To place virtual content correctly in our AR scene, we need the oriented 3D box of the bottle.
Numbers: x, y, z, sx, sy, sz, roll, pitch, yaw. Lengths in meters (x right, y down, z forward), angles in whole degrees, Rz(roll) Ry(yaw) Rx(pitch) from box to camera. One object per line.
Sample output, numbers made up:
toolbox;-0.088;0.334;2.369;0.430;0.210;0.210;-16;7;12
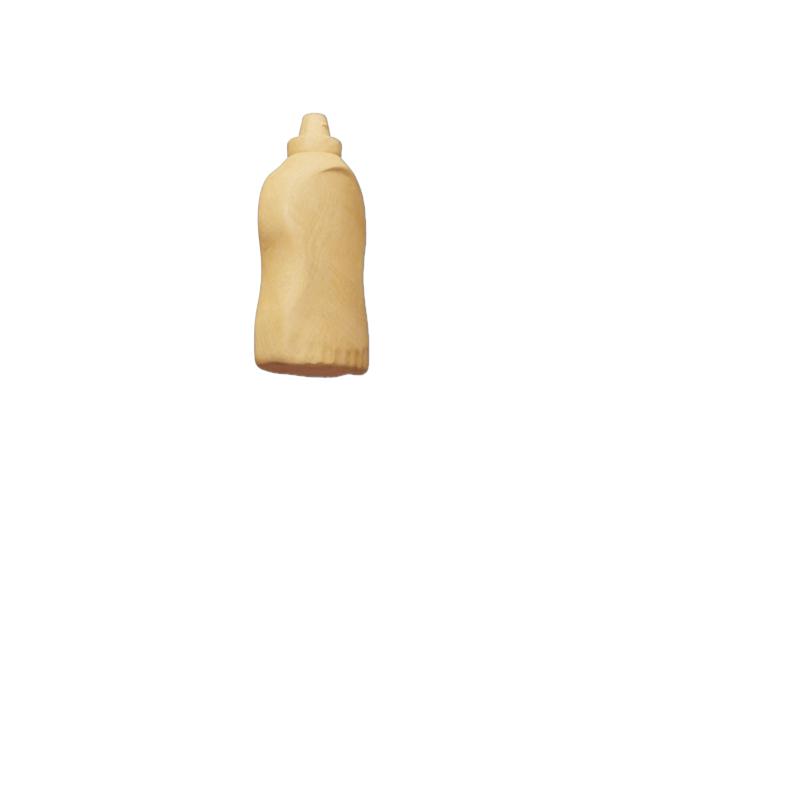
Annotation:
bottle;-0.063;-0.115;0.807;0.060;0.197;0.091;-10;-15;39
